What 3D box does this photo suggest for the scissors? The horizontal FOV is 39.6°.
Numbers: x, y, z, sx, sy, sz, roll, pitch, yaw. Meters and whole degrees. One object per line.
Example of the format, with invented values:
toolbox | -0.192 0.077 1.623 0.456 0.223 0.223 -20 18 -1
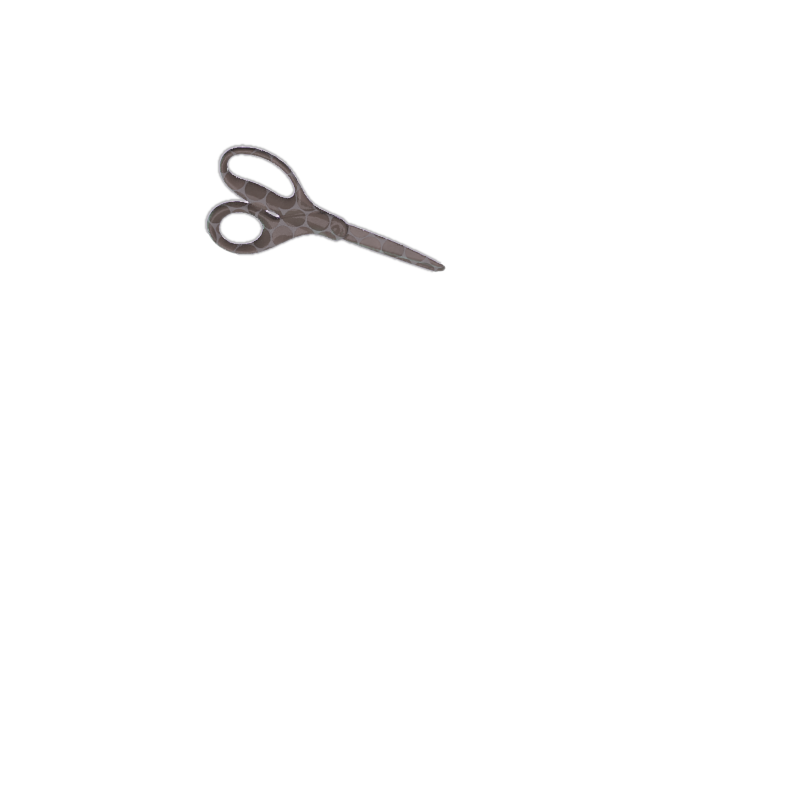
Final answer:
scissors | -0.071 -0.129 0.902 0.196 0.095 0.016 35 14 -10
